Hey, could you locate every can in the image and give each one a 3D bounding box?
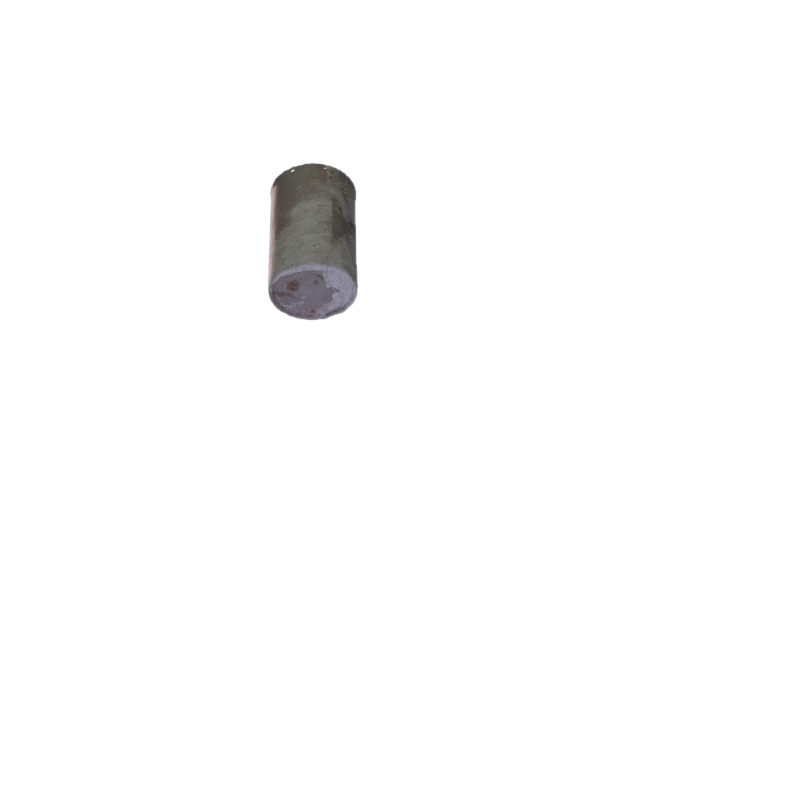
[{"bbox_3d":[-0.066,-0.120,0.842,0.068,0.110,0.064,-1,-38,-3],"label":"can"}]
